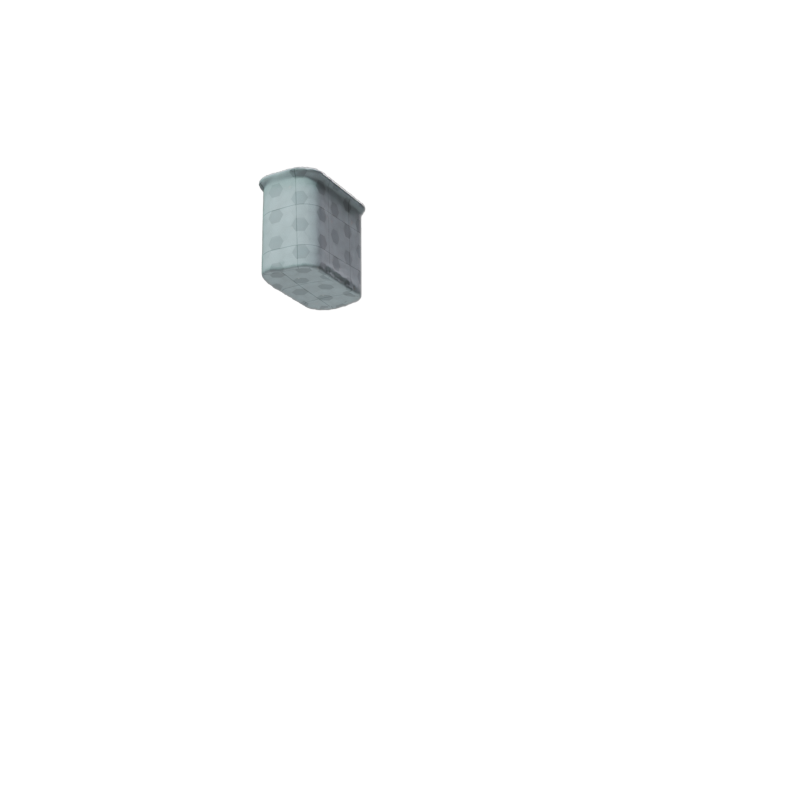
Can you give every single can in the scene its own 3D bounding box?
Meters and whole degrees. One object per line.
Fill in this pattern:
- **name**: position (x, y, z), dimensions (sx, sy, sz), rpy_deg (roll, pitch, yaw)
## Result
- **can**: position (-0.070, -0.127, 0.893), dimensions (0.058, 0.088, 0.095), rpy_deg (-12, -22, 26)
